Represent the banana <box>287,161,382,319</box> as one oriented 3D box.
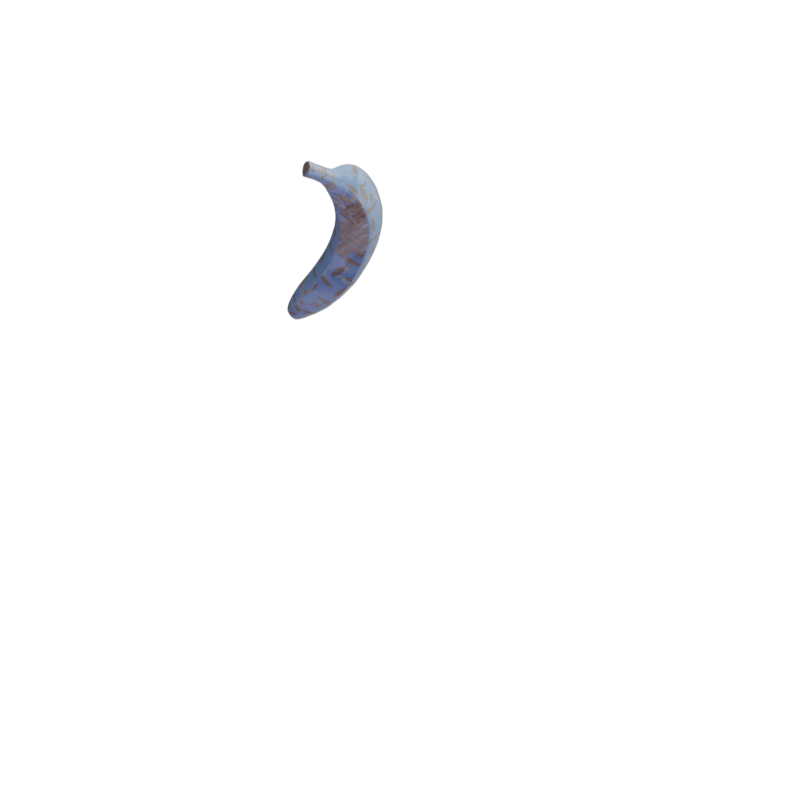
[{"bbox_3d":[-0.052,-0.130,0.901,0.069,0.039,0.186,4,-35,-7],"label":"banana"}]
